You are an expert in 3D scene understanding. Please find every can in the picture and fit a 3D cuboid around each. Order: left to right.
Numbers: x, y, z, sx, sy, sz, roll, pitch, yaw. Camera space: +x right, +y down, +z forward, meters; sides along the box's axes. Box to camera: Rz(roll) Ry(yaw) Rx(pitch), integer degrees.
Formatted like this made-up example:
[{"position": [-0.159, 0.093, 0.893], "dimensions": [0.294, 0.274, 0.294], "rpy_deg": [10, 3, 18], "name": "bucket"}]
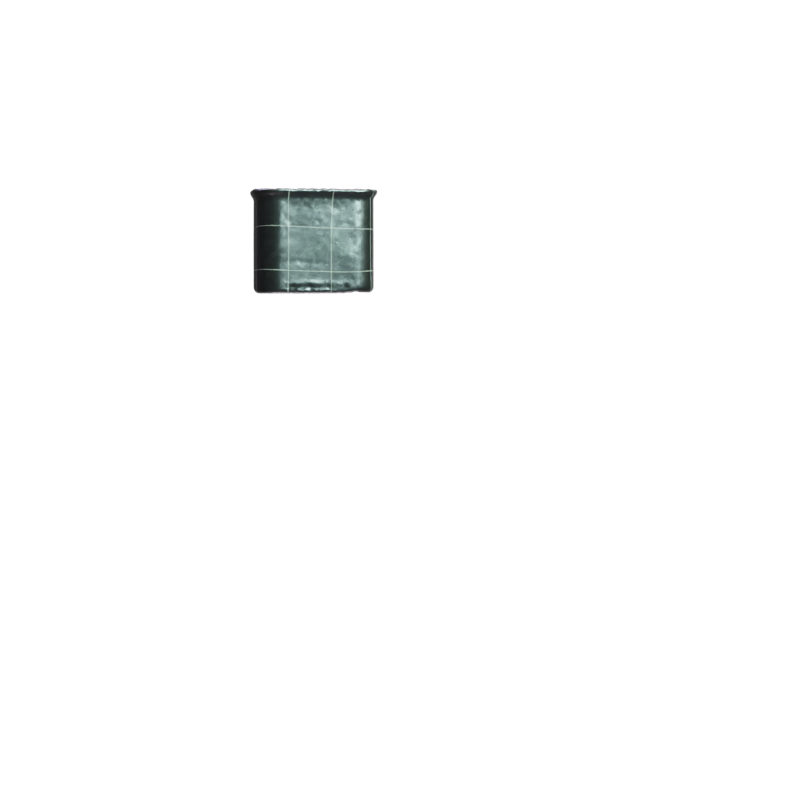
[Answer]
[{"position": [-0.071, -0.129, 0.905], "dimensions": [0.100, 0.084, 0.058], "rpy_deg": [-1, 1, -10], "name": "can"}]
